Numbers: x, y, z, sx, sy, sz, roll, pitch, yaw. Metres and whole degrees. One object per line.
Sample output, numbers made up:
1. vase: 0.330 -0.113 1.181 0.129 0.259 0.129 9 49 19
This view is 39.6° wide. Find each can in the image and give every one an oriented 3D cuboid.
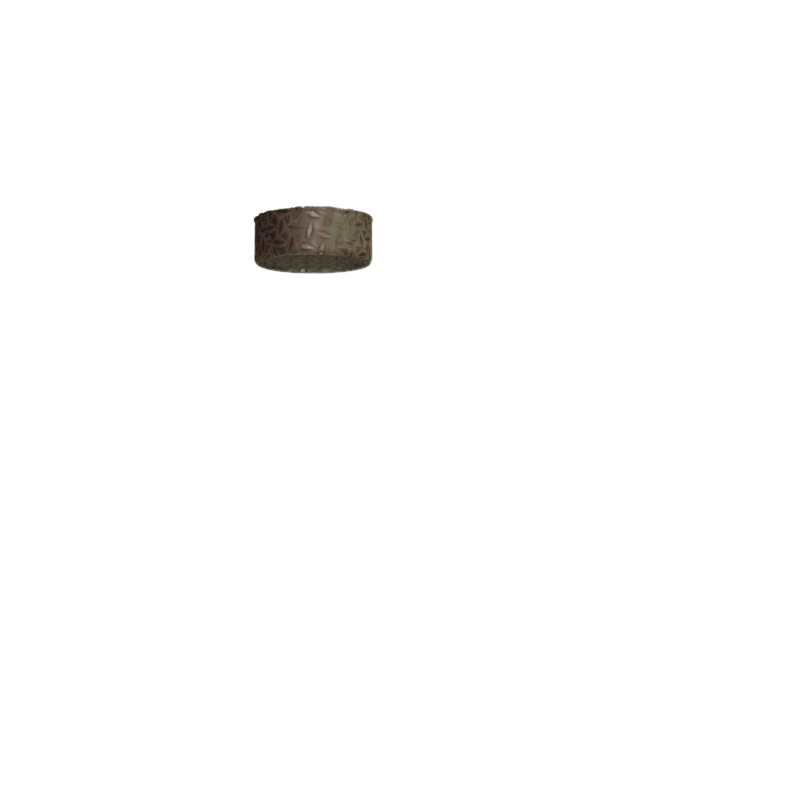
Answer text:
1. can: -0.062 -0.113 0.791 0.086 0.034 0.085 0 -4 -2
